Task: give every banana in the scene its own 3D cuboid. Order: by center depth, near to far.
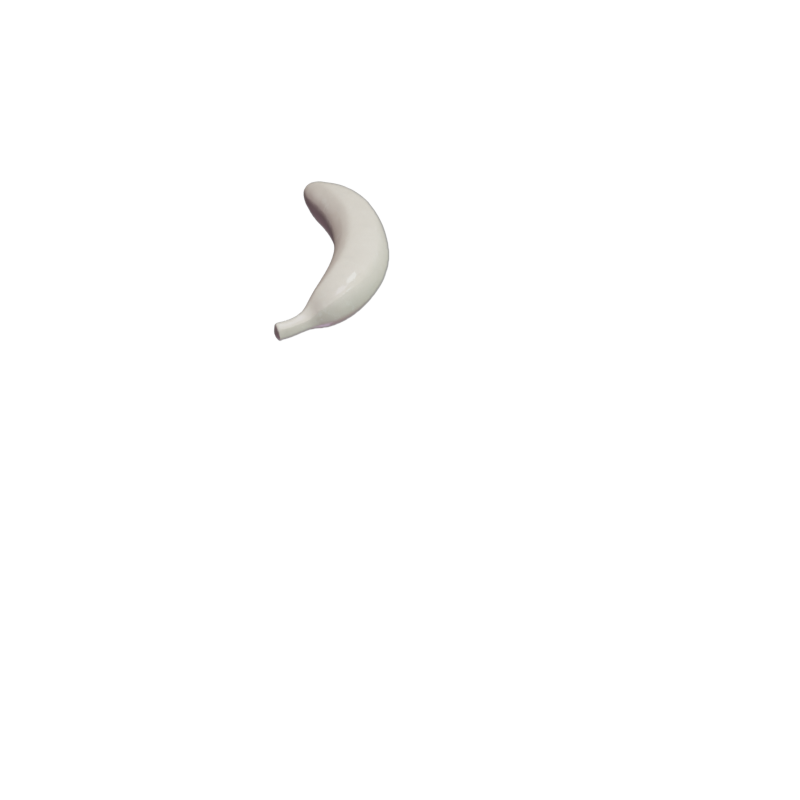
[{"bbox_3d":[-0.042,-0.106,0.765,0.070,0.034,0.210,2,34,2],"label":"banana"}]
